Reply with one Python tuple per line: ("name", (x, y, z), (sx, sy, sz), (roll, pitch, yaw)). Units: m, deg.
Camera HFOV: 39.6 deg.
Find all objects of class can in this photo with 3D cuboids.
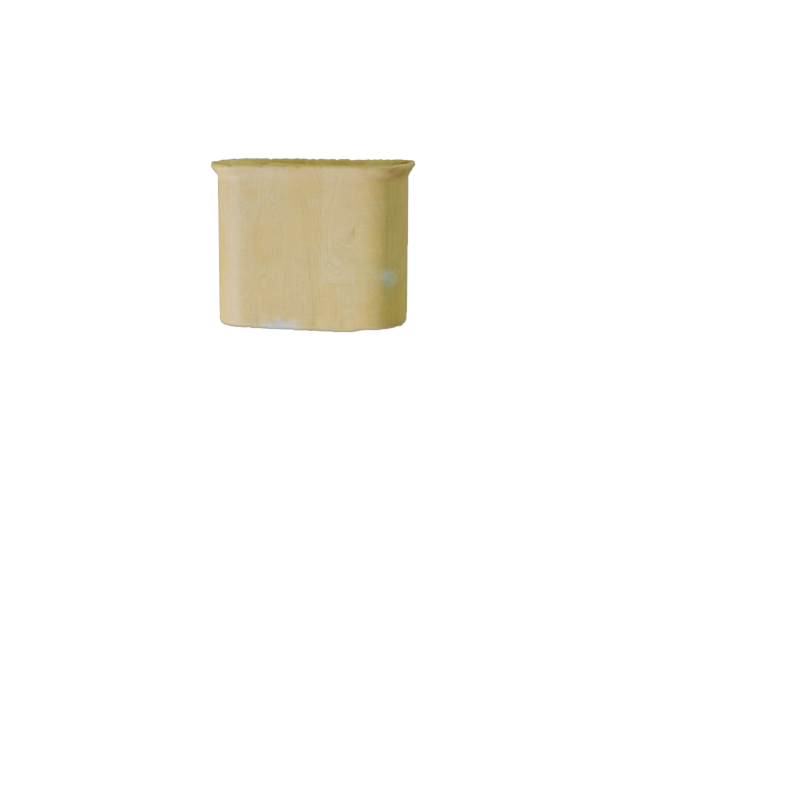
("can", (-0.045, -0.082, 0.573), (0.104, 0.082, 0.058), (3, 11, 13))
